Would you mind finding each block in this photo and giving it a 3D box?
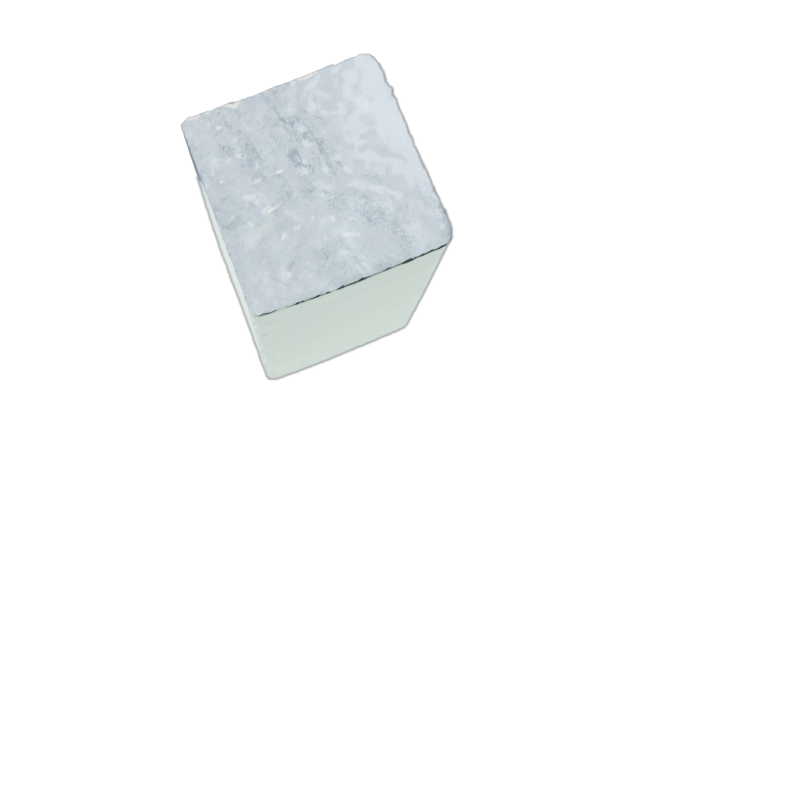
[{"bbox_3d":[-0.042,-0.078,0.549,0.090,0.093,0.201,-21,-6,-6],"label":"block"}]
